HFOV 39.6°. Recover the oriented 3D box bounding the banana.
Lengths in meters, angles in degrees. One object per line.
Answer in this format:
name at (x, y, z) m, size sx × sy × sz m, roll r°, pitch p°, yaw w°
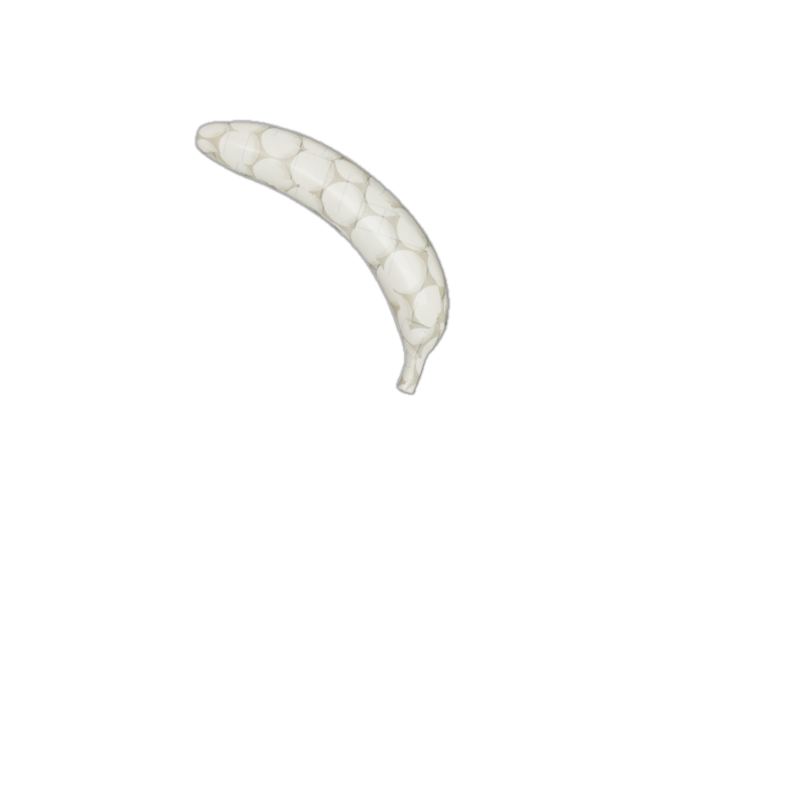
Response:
banana at (-0.033, -0.099, 0.637) m, size 0.070 × 0.202 × 0.036 m, roll -39°, pitch -8°, yaw -6°
